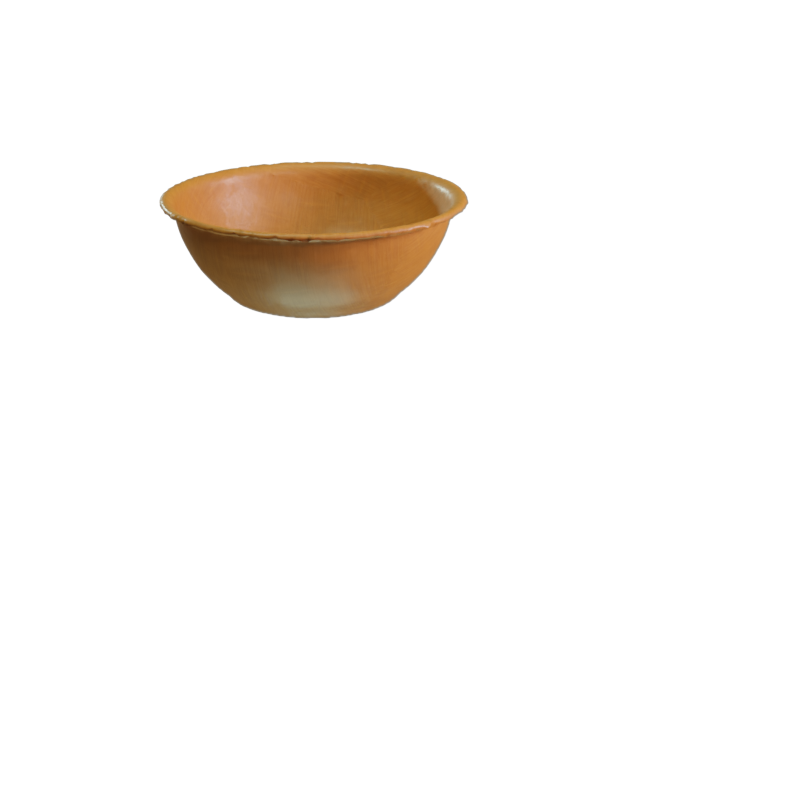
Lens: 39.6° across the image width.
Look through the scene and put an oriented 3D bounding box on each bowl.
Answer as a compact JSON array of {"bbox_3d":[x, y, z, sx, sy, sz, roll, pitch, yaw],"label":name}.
[{"bbox_3d":[-0.046,-0.084,0.591,0.162,0.053,0.170,-1,23,-2],"label":"bowl"}]
